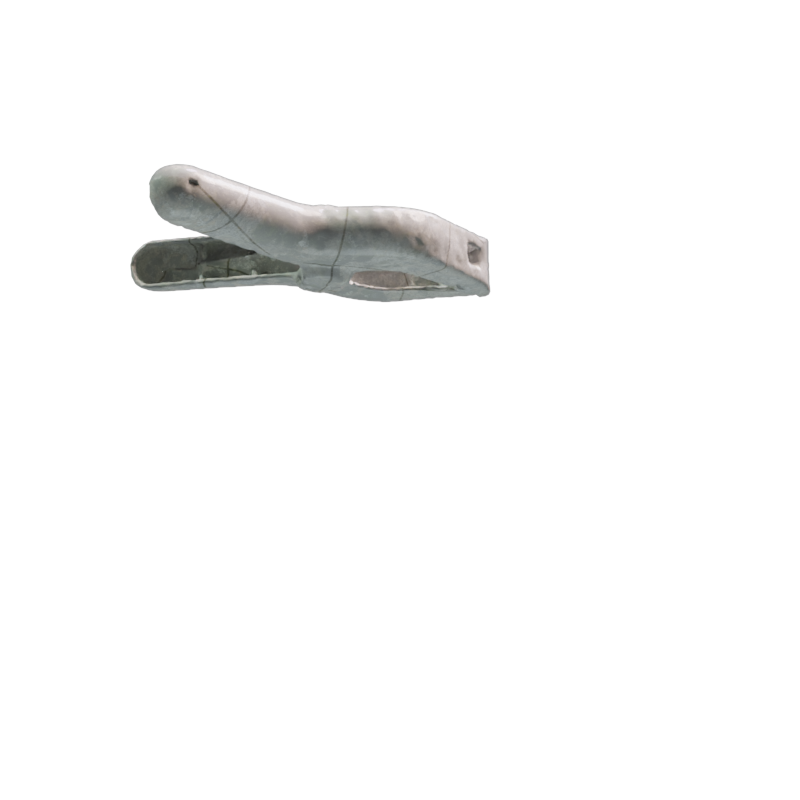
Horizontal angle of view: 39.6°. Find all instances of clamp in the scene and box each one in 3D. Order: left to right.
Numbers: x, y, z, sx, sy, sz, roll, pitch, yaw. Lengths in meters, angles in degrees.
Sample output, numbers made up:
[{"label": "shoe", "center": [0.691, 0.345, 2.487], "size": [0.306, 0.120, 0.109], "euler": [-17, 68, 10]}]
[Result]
[{"label": "clamp", "center": [-0.039, -0.071, 0.498], "size": [0.170, 0.040, 0.118], "euler": [1, -6, -6]}]
